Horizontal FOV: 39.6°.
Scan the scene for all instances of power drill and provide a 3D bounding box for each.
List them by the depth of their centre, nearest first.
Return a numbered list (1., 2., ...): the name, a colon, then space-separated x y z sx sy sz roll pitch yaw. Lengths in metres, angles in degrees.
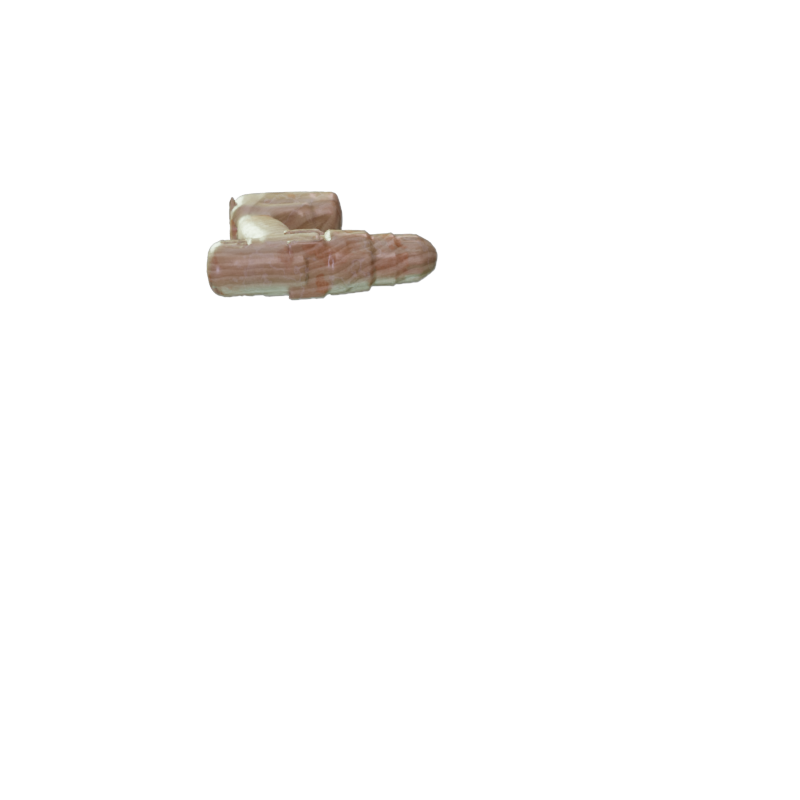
1. power drill: -0.074 -0.136 0.949 0.183 0.055 0.197 -3 20 -8
